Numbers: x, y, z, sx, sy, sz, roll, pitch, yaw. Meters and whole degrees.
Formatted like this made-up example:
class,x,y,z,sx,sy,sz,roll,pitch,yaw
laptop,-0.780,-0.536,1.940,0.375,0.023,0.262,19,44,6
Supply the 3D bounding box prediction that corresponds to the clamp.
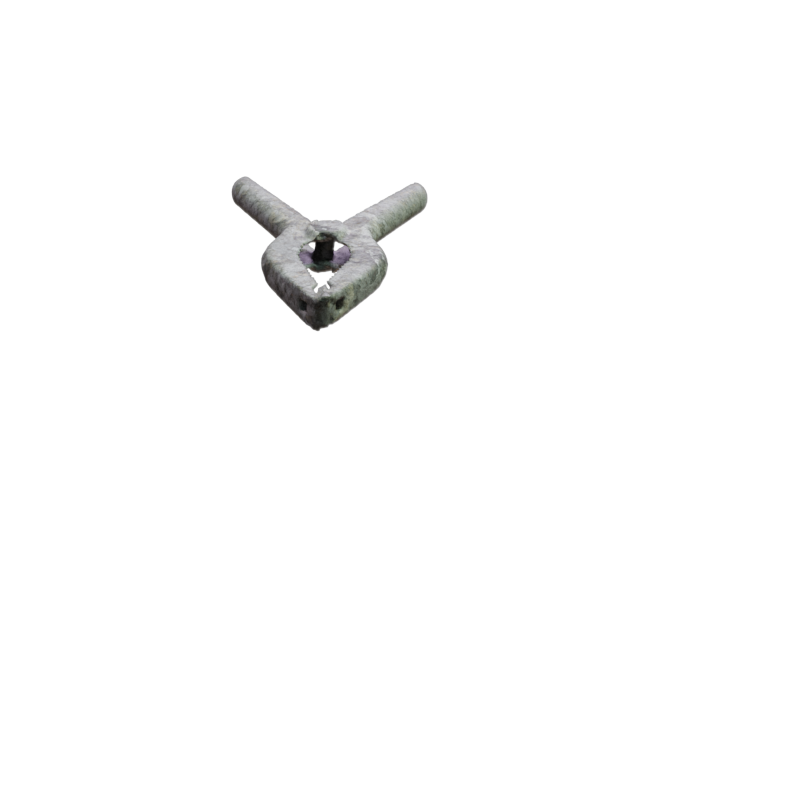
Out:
class,x,y,z,sx,sy,sz,roll,pitch,yaw
clamp,-0.068,-0.124,0.866,0.166,0.034,0.221,4,34,6
